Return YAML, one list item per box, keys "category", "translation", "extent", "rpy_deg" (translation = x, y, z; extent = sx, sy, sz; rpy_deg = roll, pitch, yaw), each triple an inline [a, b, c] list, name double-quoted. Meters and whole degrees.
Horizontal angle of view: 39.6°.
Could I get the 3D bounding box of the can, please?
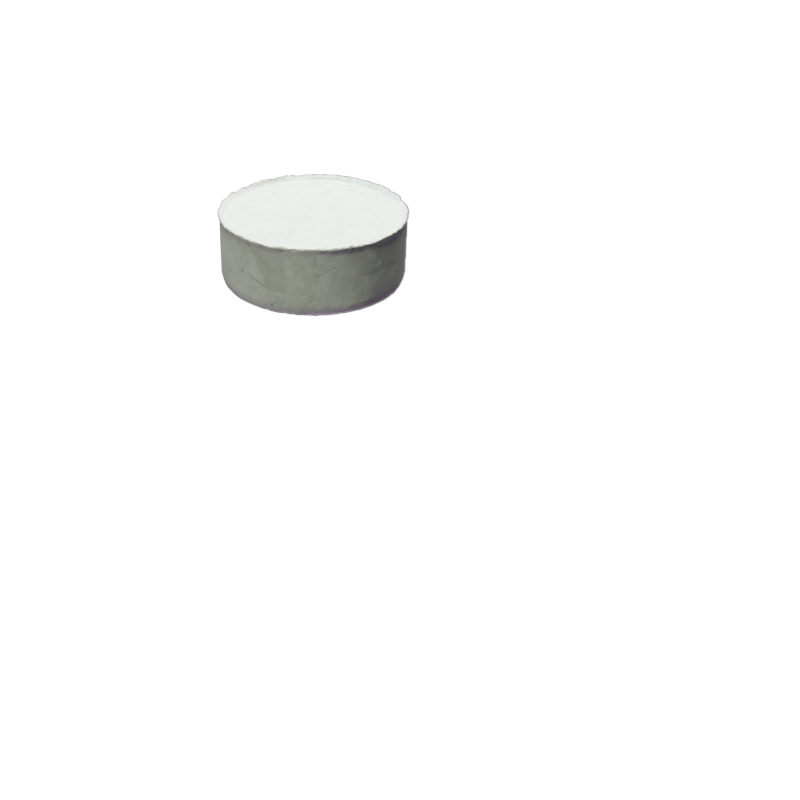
- category: "can"
  translation: [-0.039, -0.072, 0.505]
  extent: [0.086, 0.032, 0.091]
  rpy_deg: [-1, 31, -2]
